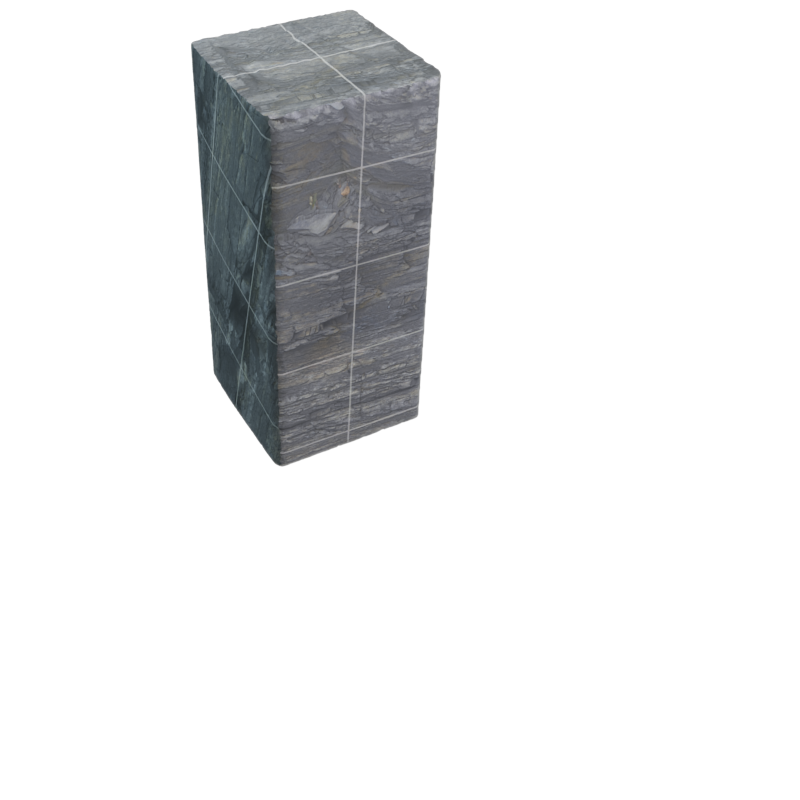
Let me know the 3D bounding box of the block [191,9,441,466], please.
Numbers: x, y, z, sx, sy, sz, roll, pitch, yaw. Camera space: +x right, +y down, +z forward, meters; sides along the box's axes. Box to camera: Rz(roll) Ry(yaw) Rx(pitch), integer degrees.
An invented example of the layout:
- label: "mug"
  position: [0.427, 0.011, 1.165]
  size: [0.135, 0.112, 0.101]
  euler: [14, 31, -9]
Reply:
- label: "block"
  position: [-0.044, -0.080, 0.566]
  size: [0.089, 0.193, 0.097]
  euler: [-17, 41, -24]
